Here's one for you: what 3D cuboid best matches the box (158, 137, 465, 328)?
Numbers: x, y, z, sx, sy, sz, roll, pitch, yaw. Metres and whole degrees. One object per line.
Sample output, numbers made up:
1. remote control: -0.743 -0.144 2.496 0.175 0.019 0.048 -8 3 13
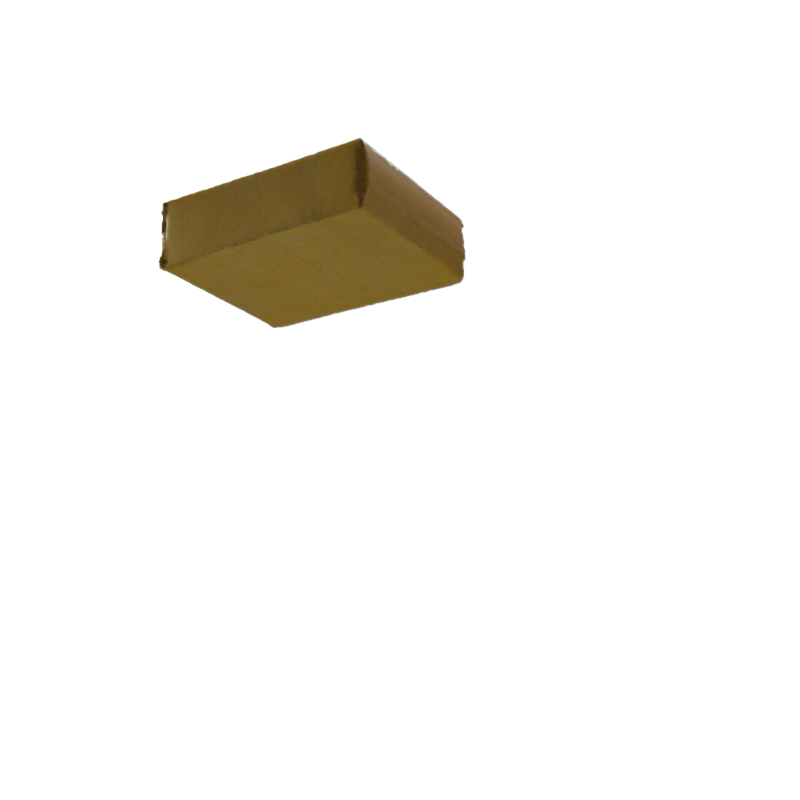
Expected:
1. box: -0.040 -0.073 0.510 0.115 0.041 0.084 -13 -25 30
